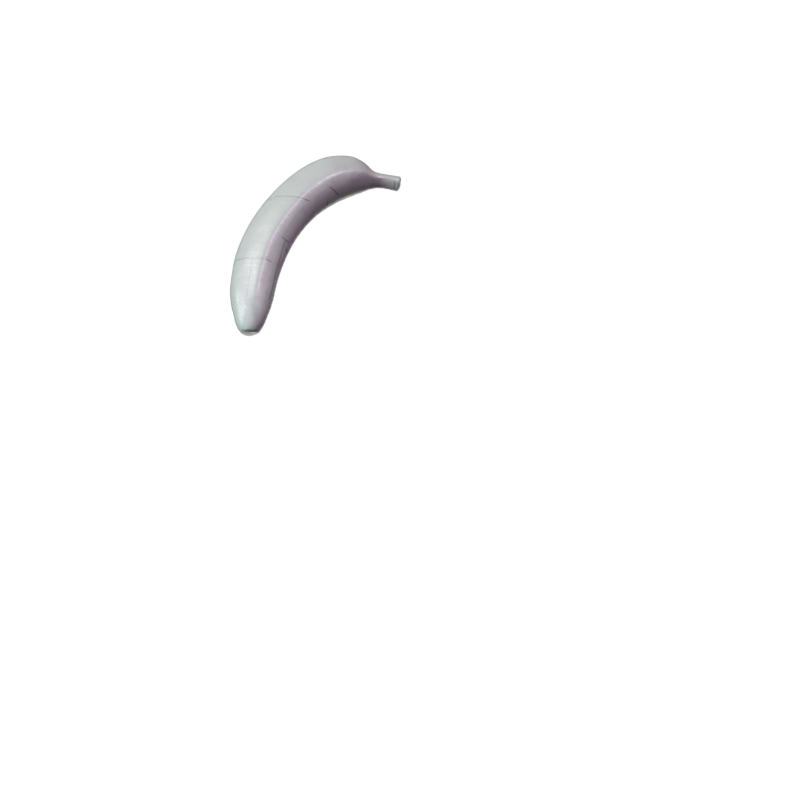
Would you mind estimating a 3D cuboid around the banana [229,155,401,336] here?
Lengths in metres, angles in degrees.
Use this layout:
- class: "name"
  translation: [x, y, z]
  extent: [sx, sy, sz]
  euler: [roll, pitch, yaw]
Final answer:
- class: "banana"
  translation: [-0.079, -0.133, 0.855]
  extent: [0.073, 0.202, 0.034]
  euler: [29, -31, 19]
